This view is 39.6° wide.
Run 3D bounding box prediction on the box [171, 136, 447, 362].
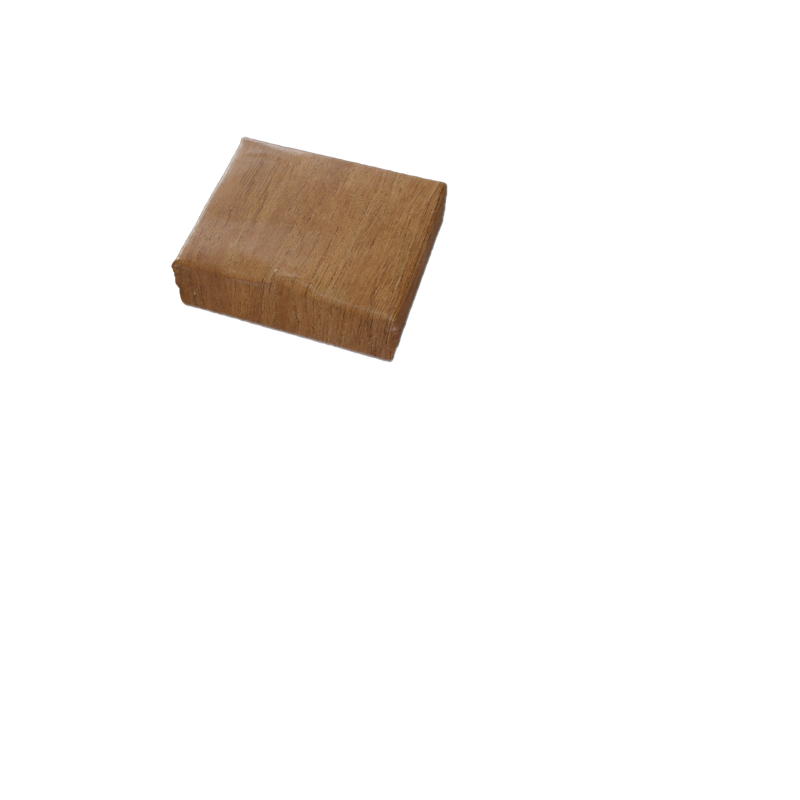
[{"bbox_3d":[-0.034,-0.062,0.434,0.091,0.077,0.028,15,-36,11],"label":"box"}]
